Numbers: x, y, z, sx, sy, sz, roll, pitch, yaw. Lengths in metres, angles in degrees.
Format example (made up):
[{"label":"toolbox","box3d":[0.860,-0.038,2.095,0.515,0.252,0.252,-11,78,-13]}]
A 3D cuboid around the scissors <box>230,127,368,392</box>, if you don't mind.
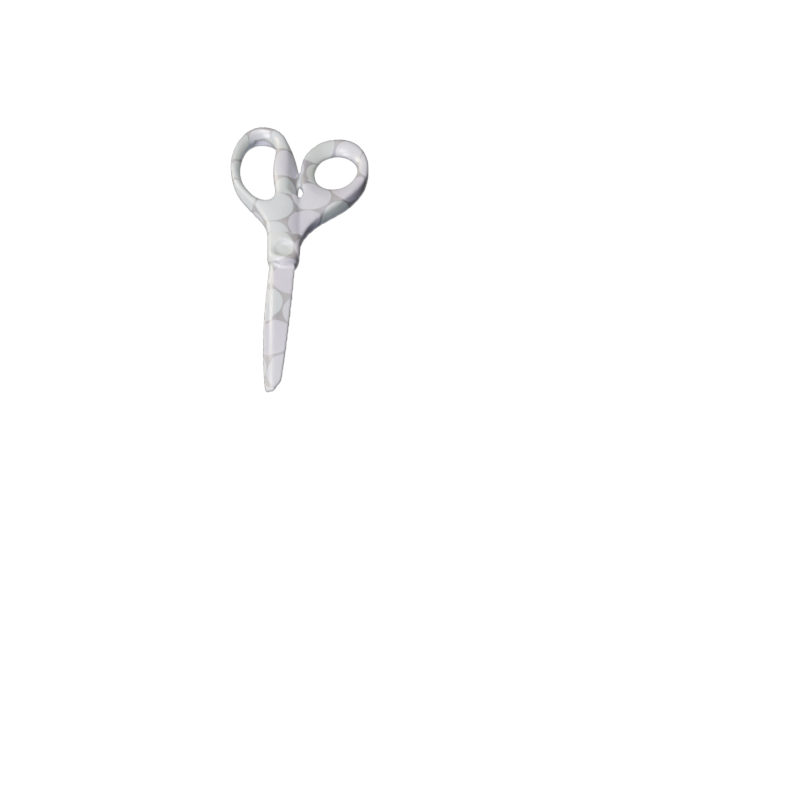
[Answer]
[{"label":"scissors","box3d":[-0.052,-0.095,0.662,0.095,0.218,0.015,-11,-38,-9]}]
